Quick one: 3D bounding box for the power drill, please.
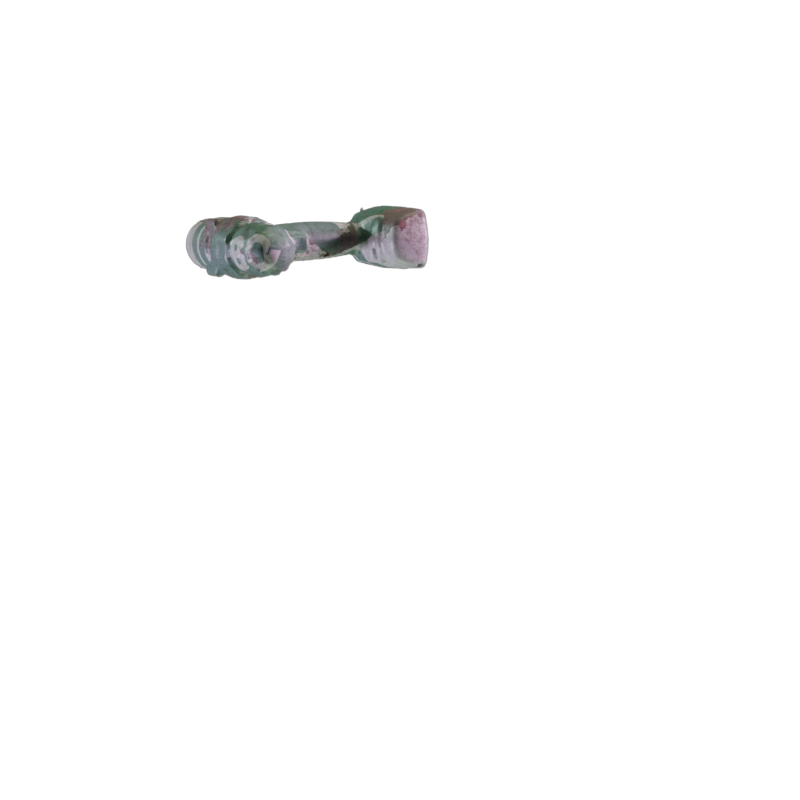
[{"bbox_3d":[-0.074,-0.135,0.945,0.183,0.056,0.193,-5,12,-25],"label":"power drill"}]
